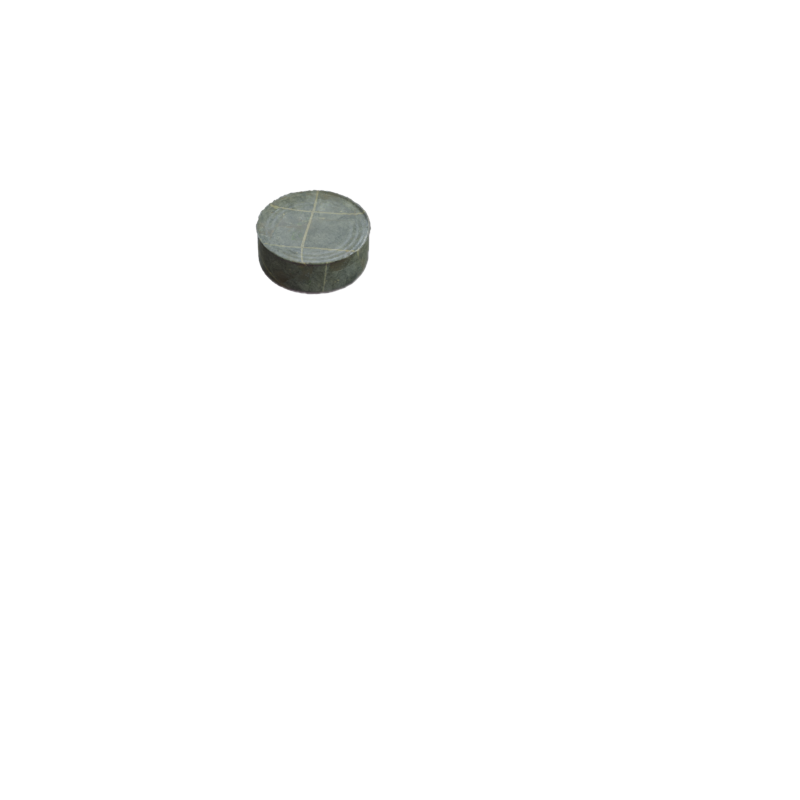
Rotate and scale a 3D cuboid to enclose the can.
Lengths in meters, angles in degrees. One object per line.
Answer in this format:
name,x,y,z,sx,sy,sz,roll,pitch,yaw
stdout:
can,-0.066,-0.120,0.837,0.086,0.092,0.031,-1,-45,-1
